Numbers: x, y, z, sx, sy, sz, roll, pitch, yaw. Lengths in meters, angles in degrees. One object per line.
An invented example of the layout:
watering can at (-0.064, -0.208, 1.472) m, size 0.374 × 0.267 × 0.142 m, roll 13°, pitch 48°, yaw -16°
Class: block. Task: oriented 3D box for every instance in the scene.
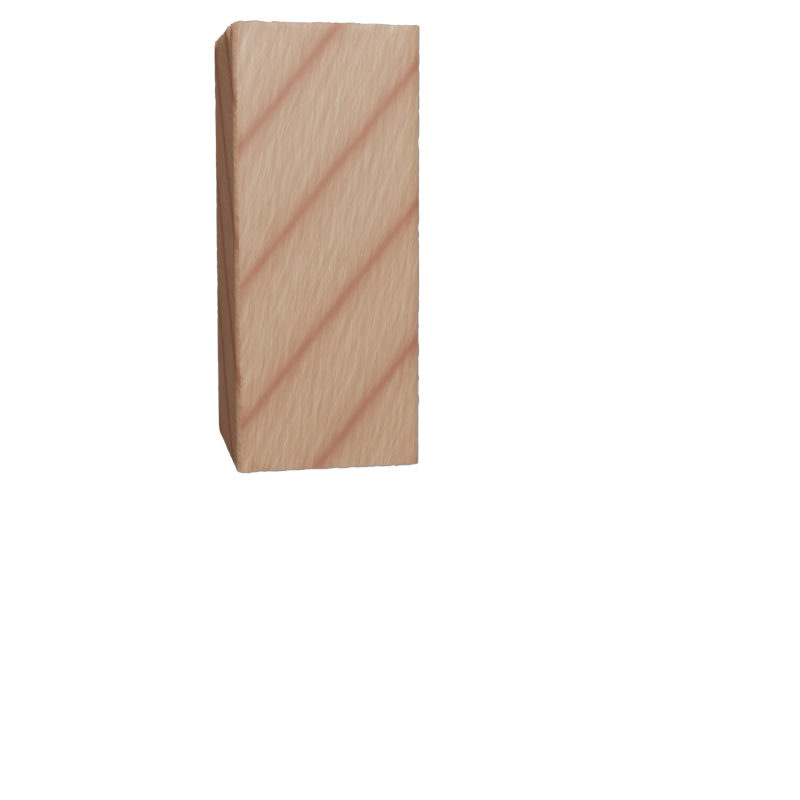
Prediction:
block at (-0.044, -0.079, 0.553) m, size 0.089 × 0.204 × 0.093 m, roll -1°, pitch 6°, yaw -13°
